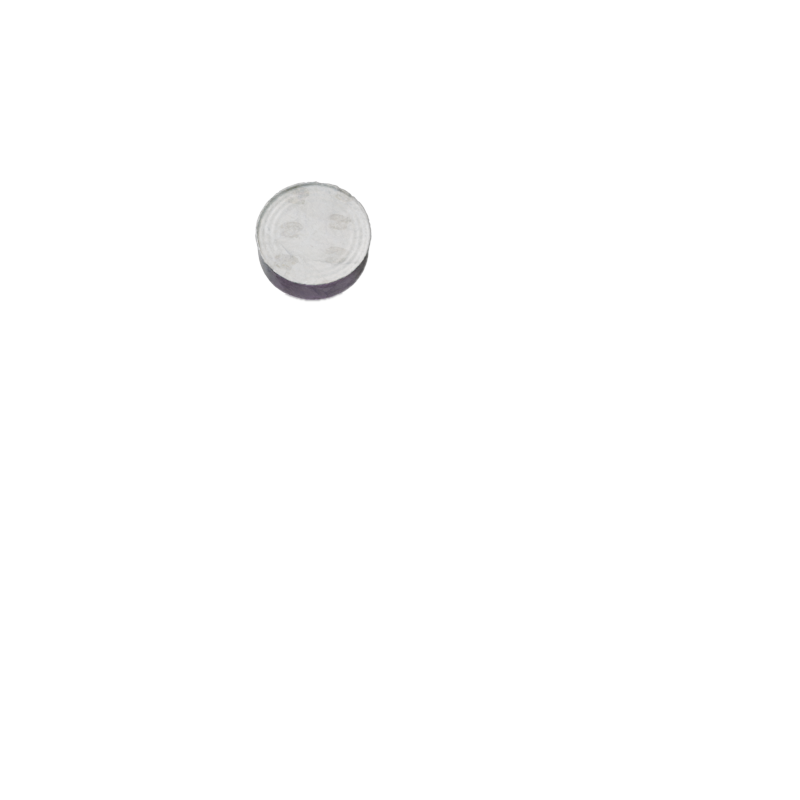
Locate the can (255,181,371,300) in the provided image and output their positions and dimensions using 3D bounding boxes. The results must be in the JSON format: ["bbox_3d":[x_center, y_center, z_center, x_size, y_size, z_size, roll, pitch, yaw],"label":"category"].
[{"bbox_3d":[-0.065,-0.119,0.832,0.086,0.091,0.032,-1,-25,-1],"label":"can"}]
